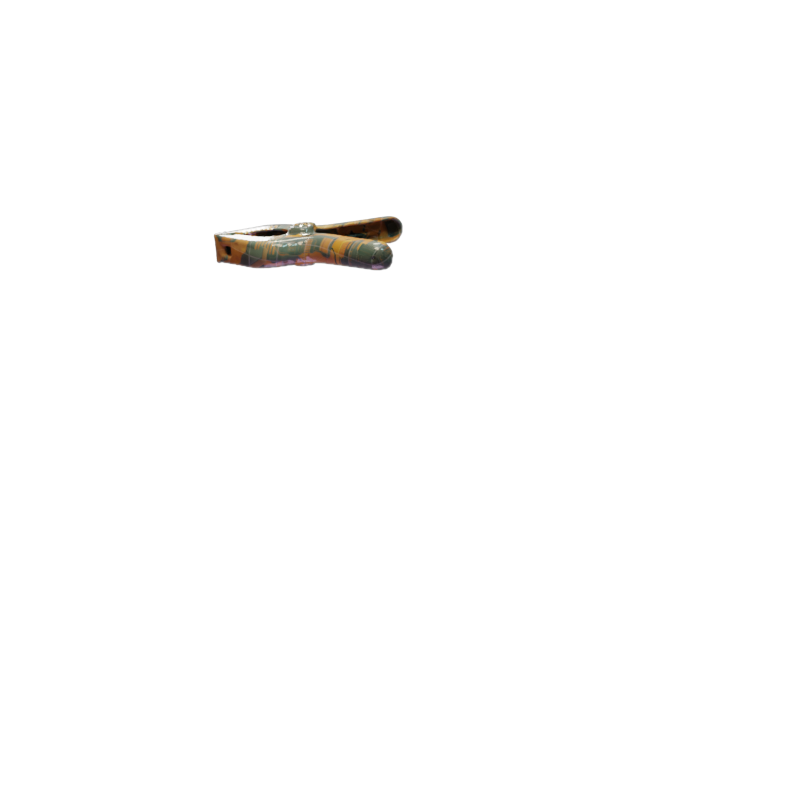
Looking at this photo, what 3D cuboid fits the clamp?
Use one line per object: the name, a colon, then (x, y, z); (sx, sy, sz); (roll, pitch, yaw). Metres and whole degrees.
clamp: (-0.078, -0.142, 0.998); (0.175, 0.038, 0.121); (5, 16, 16)
